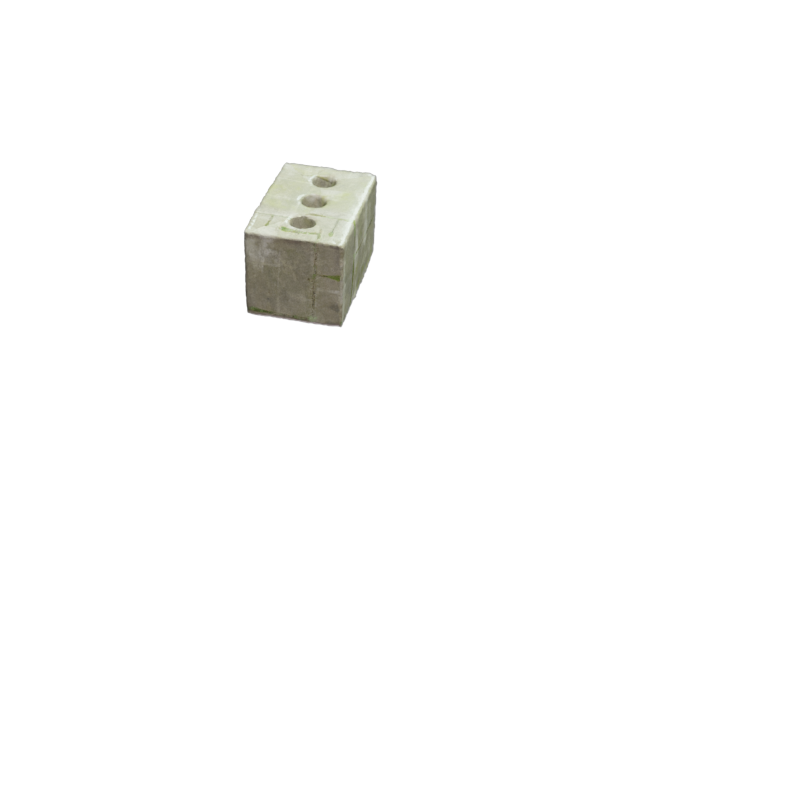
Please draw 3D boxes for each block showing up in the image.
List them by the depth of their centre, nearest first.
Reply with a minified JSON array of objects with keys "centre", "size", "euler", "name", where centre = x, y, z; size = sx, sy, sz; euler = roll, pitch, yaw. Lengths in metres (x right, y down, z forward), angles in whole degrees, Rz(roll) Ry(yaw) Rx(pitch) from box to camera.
[{"centre":[-0.046,-0.083,0.582],"size":[0.054,0.048,0.082],"euler":[8,37,9],"name":"block"}]
